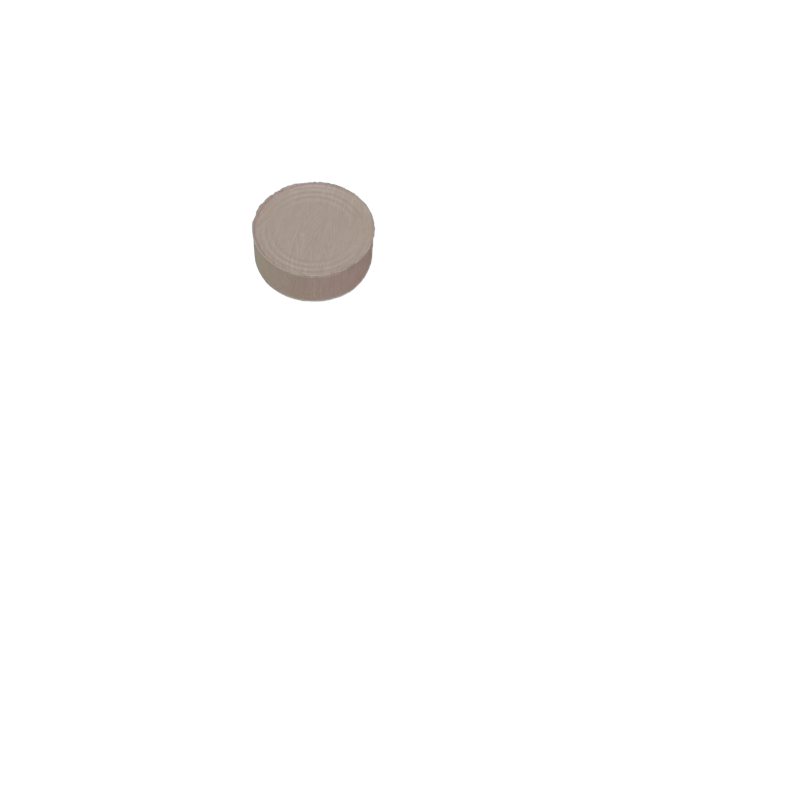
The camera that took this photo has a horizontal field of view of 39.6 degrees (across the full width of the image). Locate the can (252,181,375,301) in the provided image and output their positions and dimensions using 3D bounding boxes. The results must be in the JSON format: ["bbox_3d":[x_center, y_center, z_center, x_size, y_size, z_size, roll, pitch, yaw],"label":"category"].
[{"bbox_3d":[-0.061,-0.112,0.784,0.086,0.092,0.031,-1,-36,-1],"label":"can"}]
